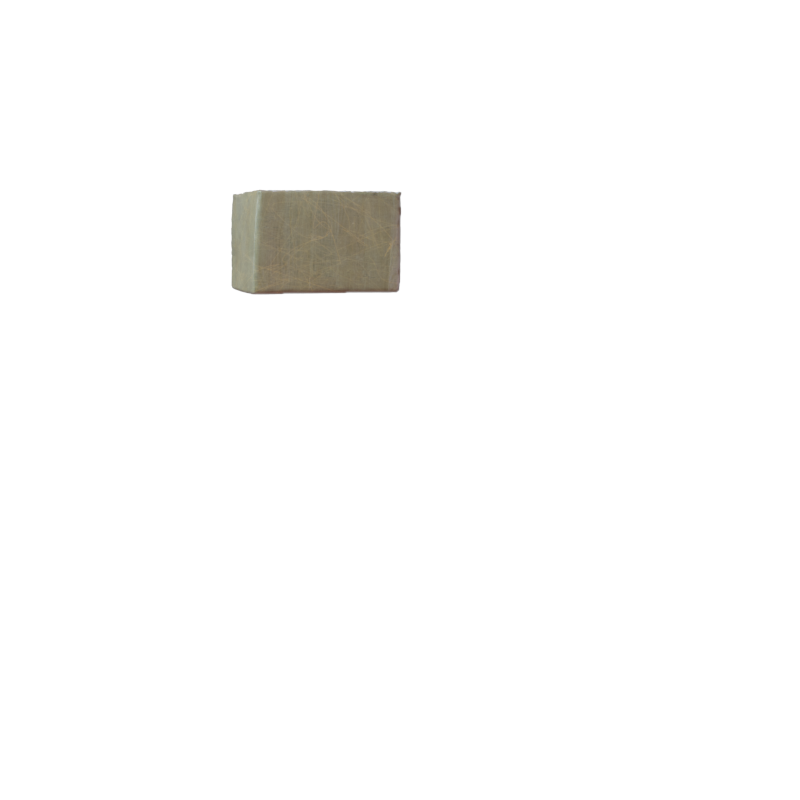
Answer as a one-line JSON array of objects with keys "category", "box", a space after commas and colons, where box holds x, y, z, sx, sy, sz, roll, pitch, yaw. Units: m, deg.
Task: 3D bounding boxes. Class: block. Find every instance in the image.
[{"category": "block", "box": [-0.045, -0.082, 0.572, 0.076, 0.051, 0.054, -2, 5, -20]}]
